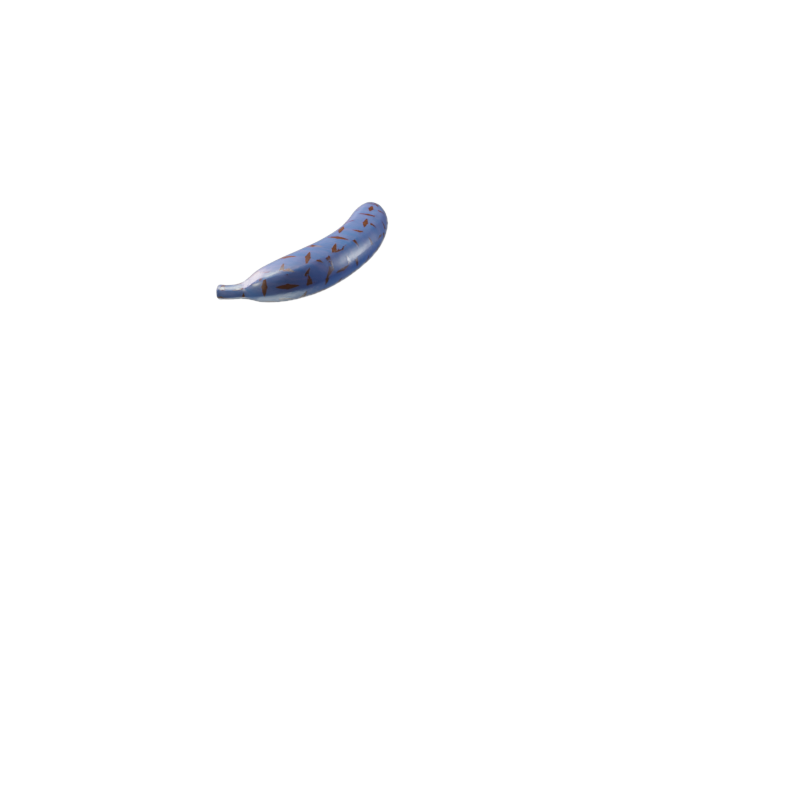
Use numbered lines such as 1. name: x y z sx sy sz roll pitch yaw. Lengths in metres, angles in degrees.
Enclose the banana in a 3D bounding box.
1. banana: -0.060 -0.124 0.914 0.074 0.035 0.198 23 39 31
